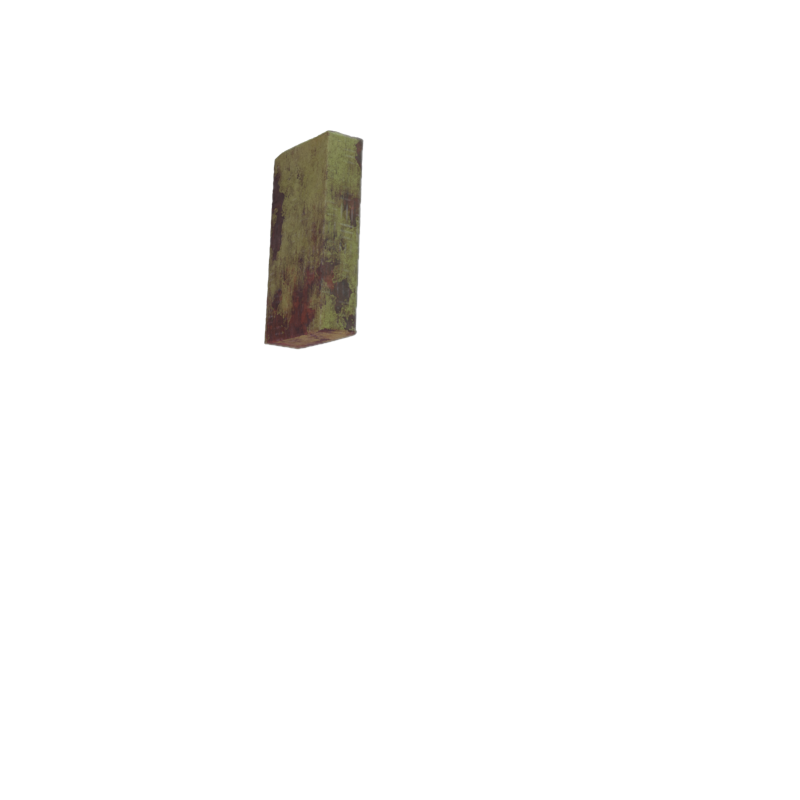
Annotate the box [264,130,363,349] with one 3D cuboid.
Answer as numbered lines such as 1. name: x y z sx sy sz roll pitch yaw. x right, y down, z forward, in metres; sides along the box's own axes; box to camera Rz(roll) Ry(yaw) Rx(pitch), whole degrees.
1. box: -0.076 -0.138 0.970 0.046 0.182 0.095 9 -16 -36
